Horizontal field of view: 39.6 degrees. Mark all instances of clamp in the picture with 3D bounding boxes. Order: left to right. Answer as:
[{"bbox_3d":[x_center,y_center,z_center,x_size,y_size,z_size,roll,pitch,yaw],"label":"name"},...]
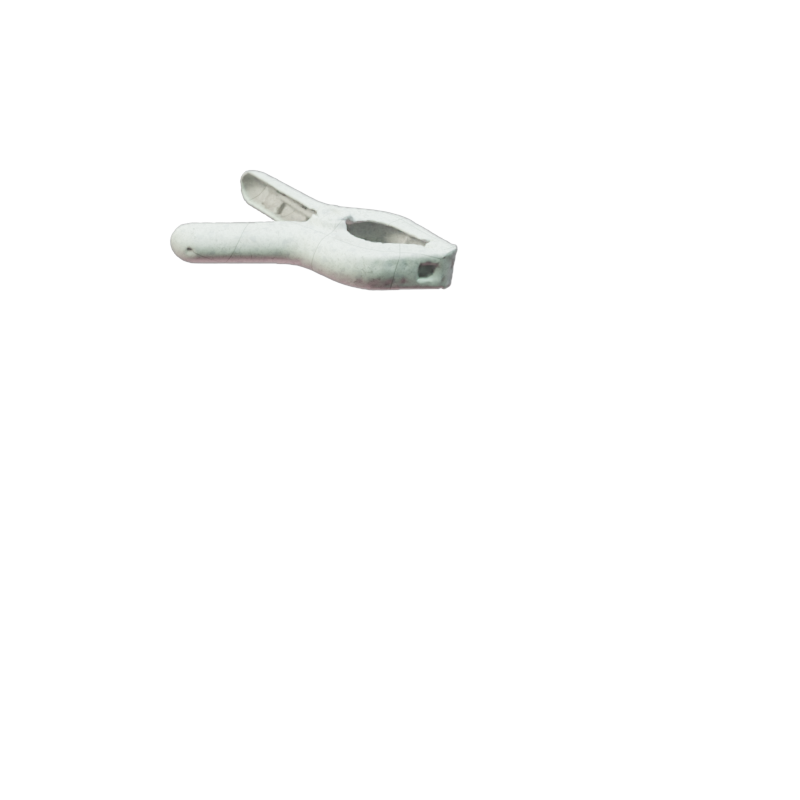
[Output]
[{"bbox_3d":[-0.054,-0.099,0.693,0.179,0.037,0.123,17,39,22],"label":"clamp"}]
